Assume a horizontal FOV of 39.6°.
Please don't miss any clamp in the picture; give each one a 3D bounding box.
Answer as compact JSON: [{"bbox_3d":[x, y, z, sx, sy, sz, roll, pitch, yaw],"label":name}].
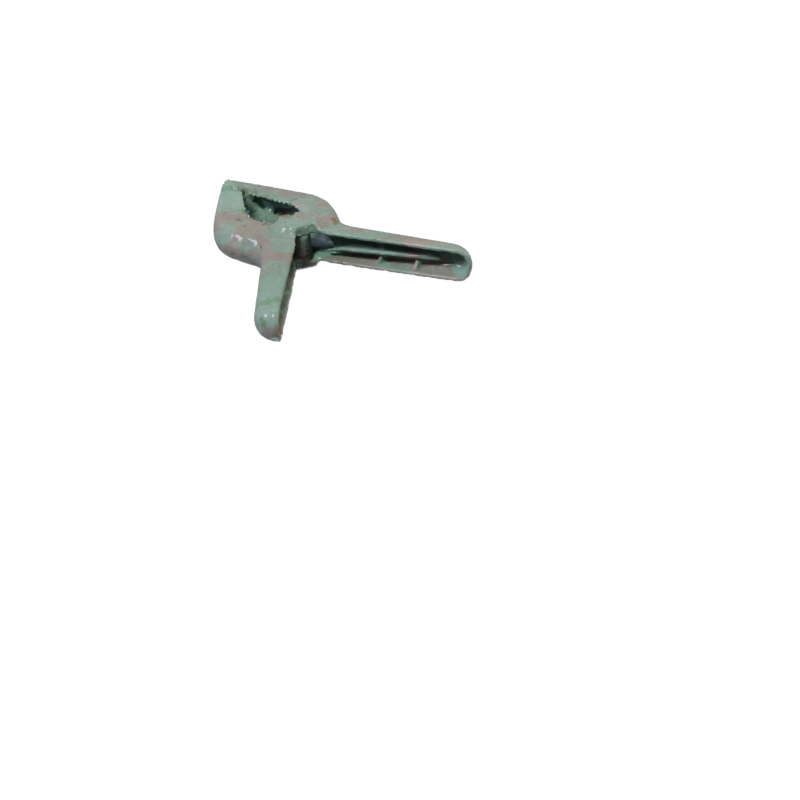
[{"bbox_3d":[-0.062,-0.113,0.792,0.162,0.034,0.226,-15,34,-23],"label":"clamp"}]
